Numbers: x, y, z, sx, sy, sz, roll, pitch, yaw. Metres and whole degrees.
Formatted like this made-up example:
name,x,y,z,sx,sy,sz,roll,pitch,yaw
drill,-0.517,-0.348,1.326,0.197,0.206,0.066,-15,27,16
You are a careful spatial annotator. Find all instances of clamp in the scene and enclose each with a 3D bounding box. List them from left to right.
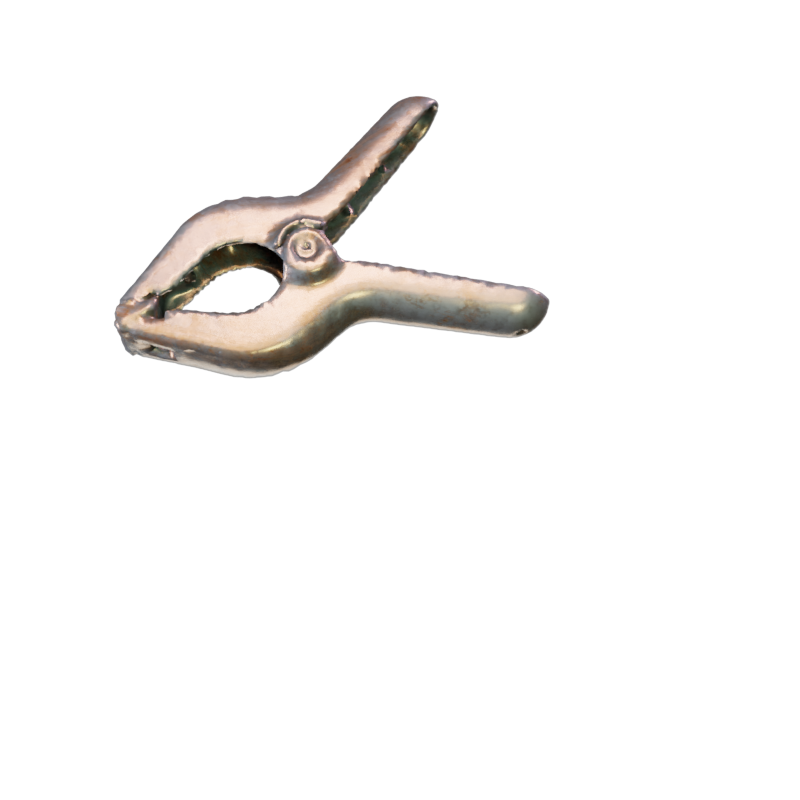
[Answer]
name,x,y,z,sx,sy,sz,roll,pitch,yaw
clamp,-0.036,-0.066,0.464,0.170,0.129,0.037,-12,-33,-8
